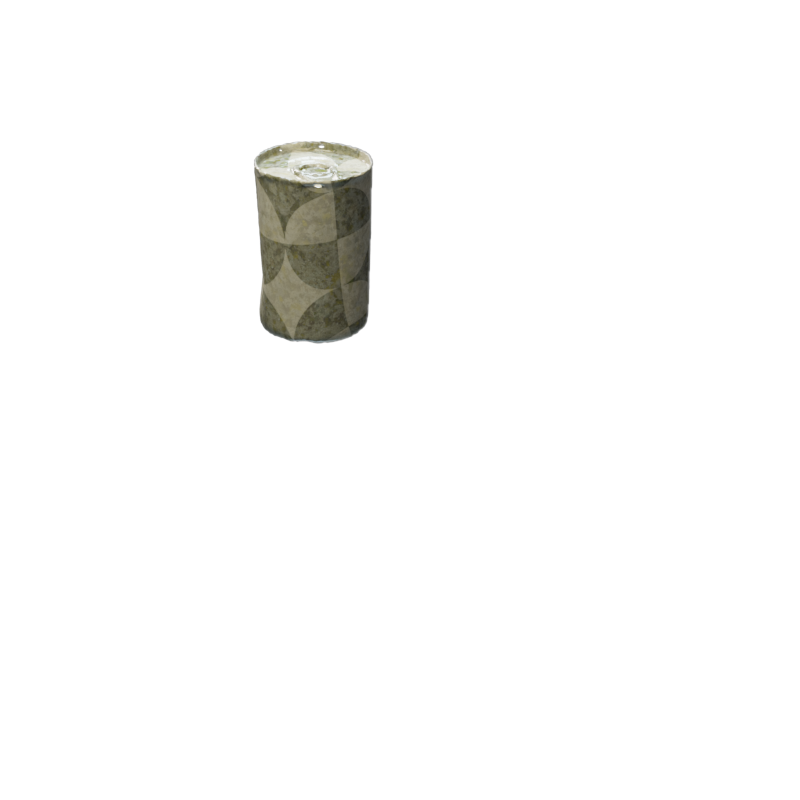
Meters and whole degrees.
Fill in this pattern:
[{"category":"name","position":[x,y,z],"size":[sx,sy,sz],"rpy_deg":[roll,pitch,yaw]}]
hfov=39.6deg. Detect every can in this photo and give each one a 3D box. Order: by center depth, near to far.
[{"category":"can","position":[-0.051,-0.093,0.650],"size":[0.068,0.097,0.072],"rpy_deg":[0,26,-2]}]
